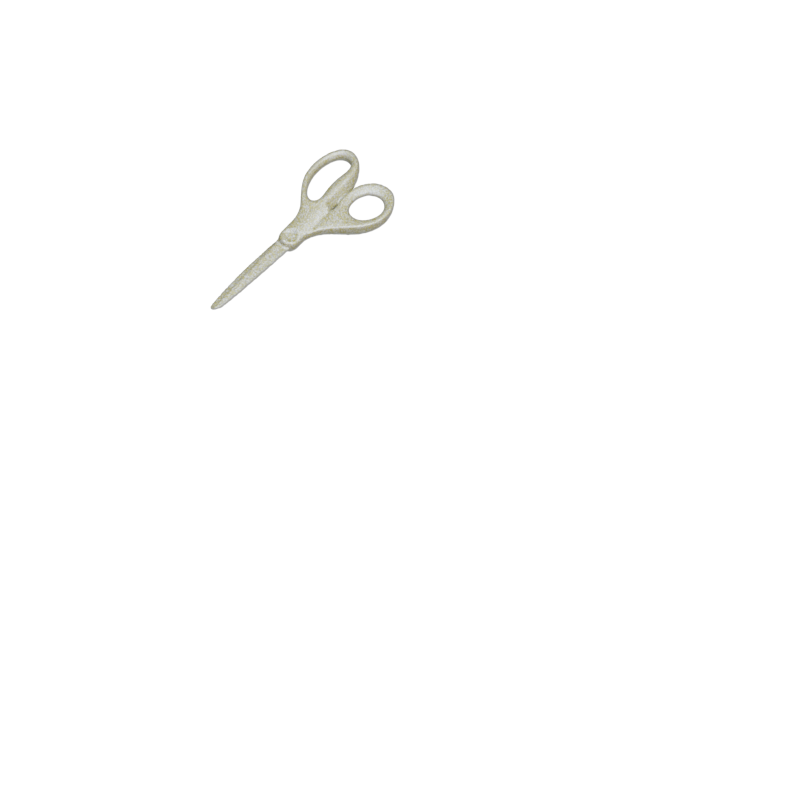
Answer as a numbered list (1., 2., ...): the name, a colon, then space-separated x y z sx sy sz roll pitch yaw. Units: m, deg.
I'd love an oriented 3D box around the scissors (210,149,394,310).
1. scissors: -0.077 -0.141 0.985 0.099 0.209 0.015 22 -27 12
